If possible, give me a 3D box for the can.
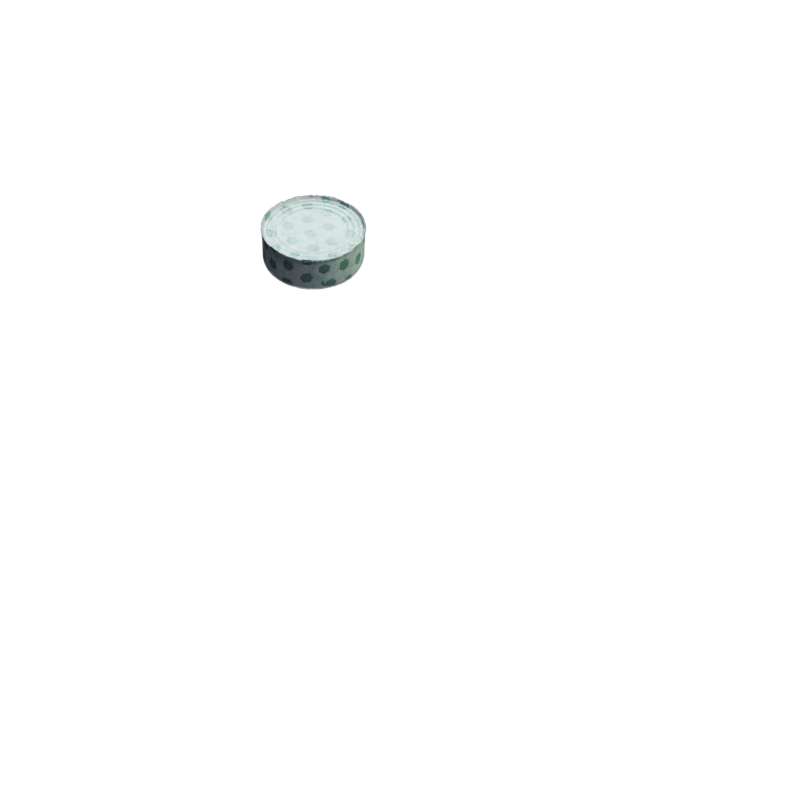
[{"bbox_3d":[-0.071,-0.130,0.910,0.086,0.031,0.092,-1,44,-2],"label":"can"}]
